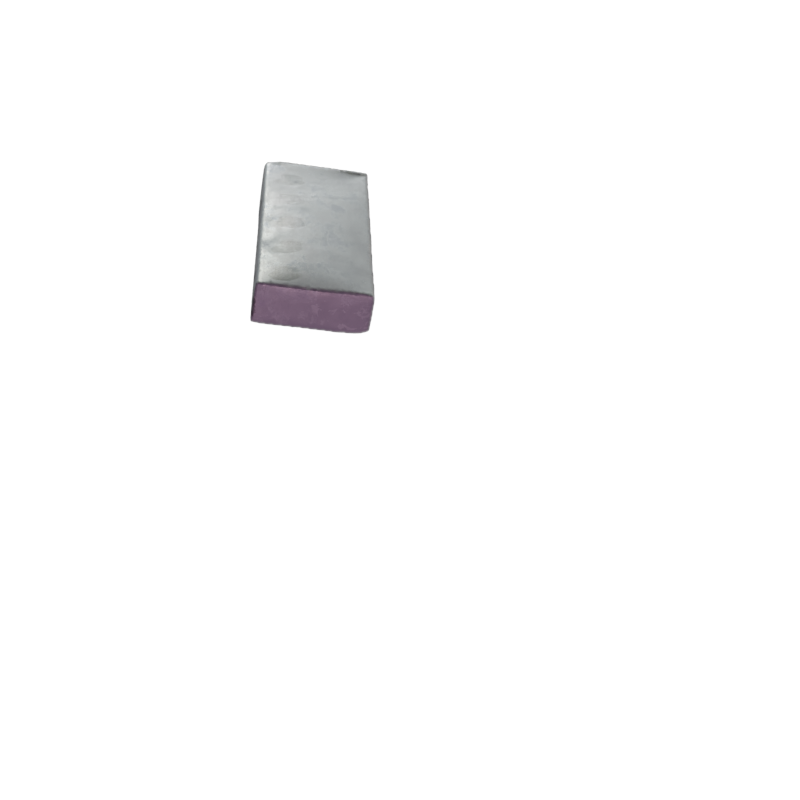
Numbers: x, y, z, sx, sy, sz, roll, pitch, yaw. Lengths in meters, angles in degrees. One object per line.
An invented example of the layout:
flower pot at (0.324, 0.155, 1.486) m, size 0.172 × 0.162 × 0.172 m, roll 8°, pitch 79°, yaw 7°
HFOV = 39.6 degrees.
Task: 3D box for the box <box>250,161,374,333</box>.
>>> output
box at (-0.071, -0.130, 0.908) m, size 0.092 × 0.045 × 0.189 m, roll 5°, pitch 42°, yaw -8°
